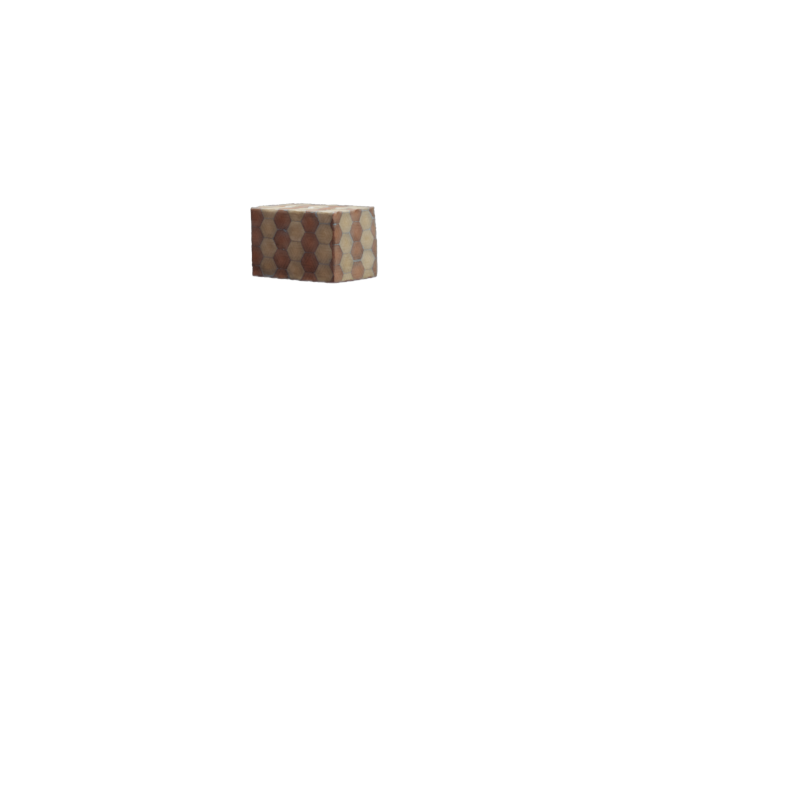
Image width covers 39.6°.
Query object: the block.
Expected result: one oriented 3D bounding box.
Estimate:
[{"bbox_3d":[-0.062,-0.114,0.796,0.081,0.050,0.051,8,12,34],"label":"block"}]
